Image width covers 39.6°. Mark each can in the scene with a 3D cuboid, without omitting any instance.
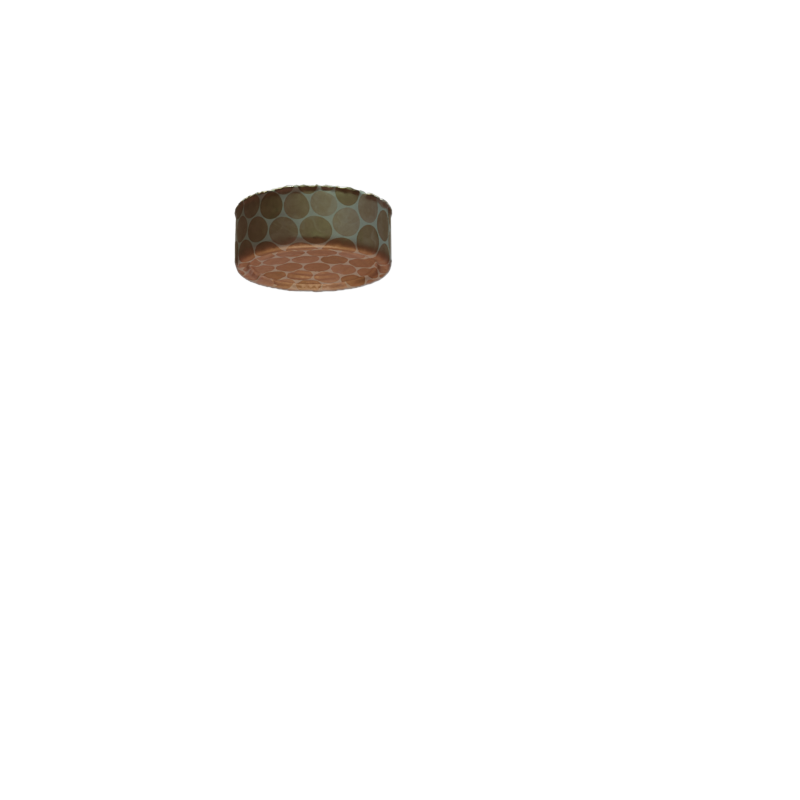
[{"bbox_3d":[-0.047,-0.086,0.599,0.086,0.035,0.083,0,-12,-2],"label":"can"}]
